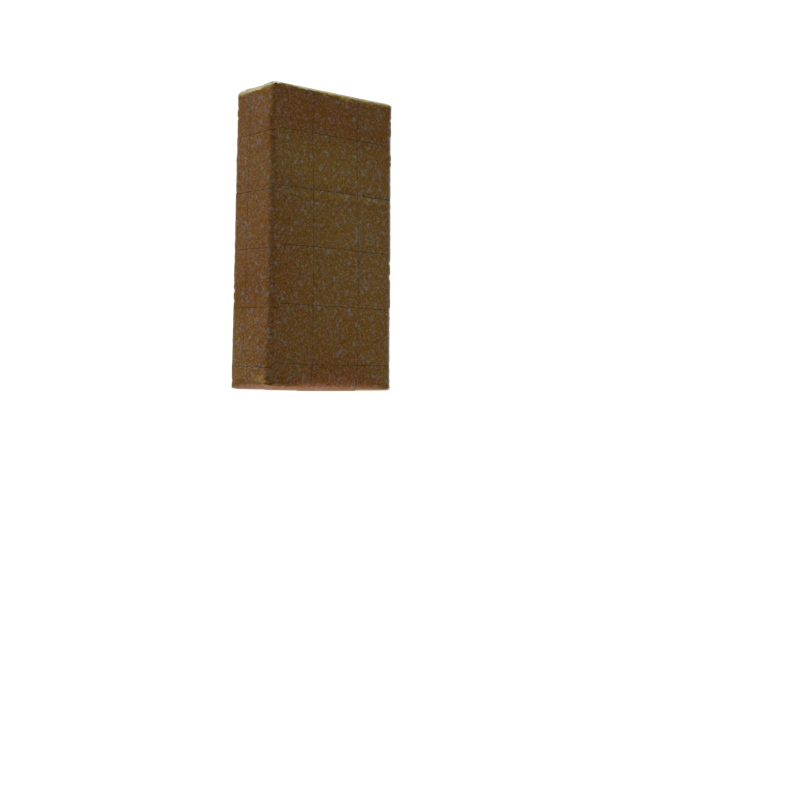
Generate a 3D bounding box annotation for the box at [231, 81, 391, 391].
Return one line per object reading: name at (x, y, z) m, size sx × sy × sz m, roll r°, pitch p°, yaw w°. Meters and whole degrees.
box at (-0.052, -0.095, 0.663) m, size 0.089 × 0.180 × 0.049 m, roll 5°, pitch -10°, yaw -39°
